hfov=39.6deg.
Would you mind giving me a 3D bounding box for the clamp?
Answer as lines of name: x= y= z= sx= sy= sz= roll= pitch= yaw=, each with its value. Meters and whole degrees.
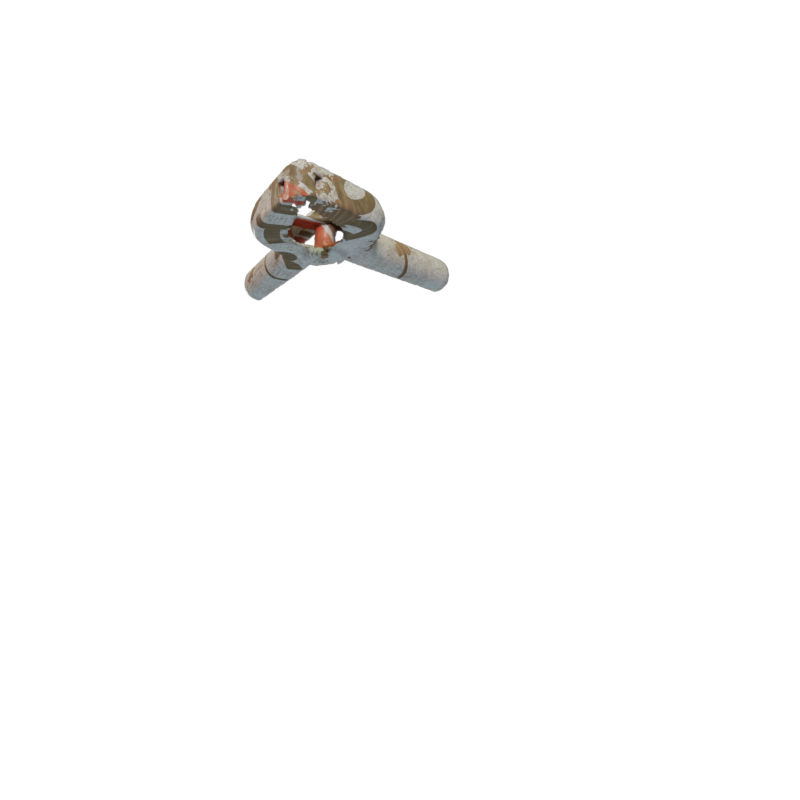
clamp: x=-0.064 y=-0.116 z=0.816 sx=0.167 sy=0.038 sz=0.197 roll=-4 pitch=-16 yaw=15
